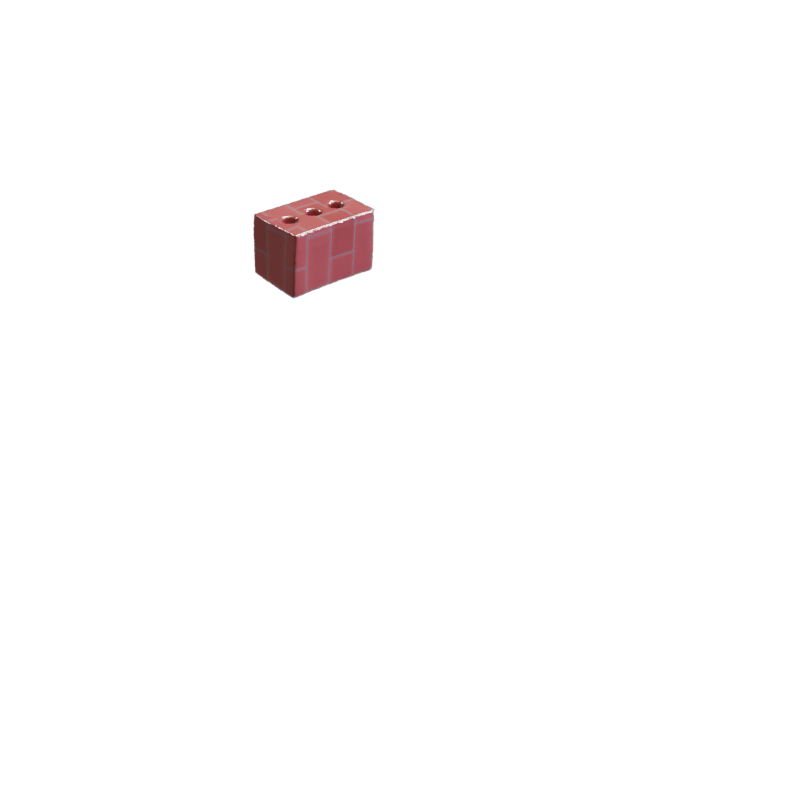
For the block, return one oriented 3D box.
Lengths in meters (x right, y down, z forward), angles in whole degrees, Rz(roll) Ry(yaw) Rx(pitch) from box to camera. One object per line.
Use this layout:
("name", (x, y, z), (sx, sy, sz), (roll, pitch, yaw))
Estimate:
("block", (-0.066, -0.119, 0.837), (0.077, 0.048, 0.056), (-24, 39, -35))
